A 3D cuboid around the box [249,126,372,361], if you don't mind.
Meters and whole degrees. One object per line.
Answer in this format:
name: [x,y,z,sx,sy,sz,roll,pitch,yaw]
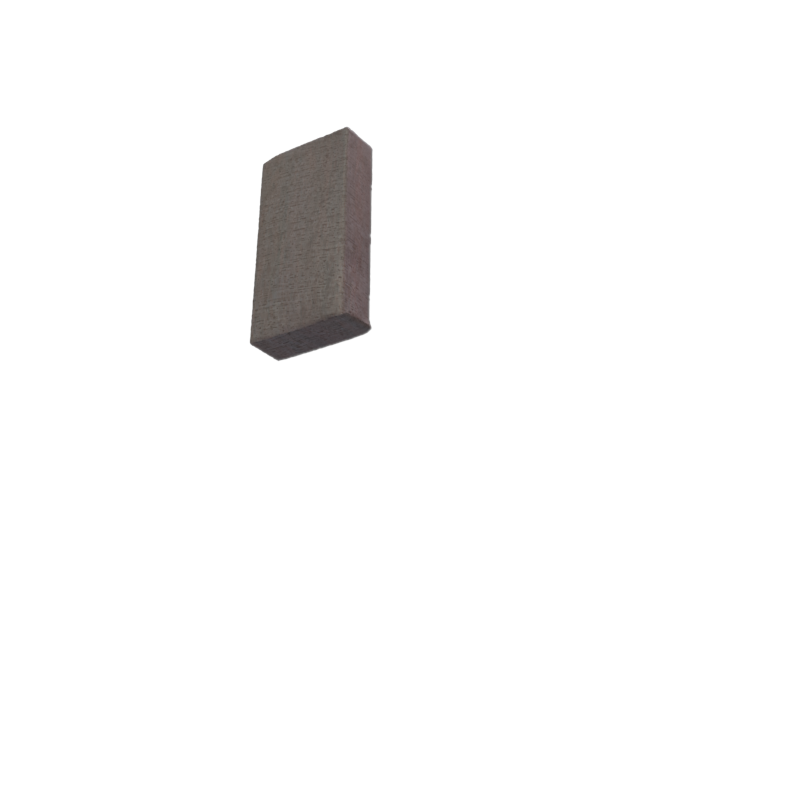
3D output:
box: [-0.070,-0.128,0.896,0.094,0.187,0.045,-18,-32,29]
